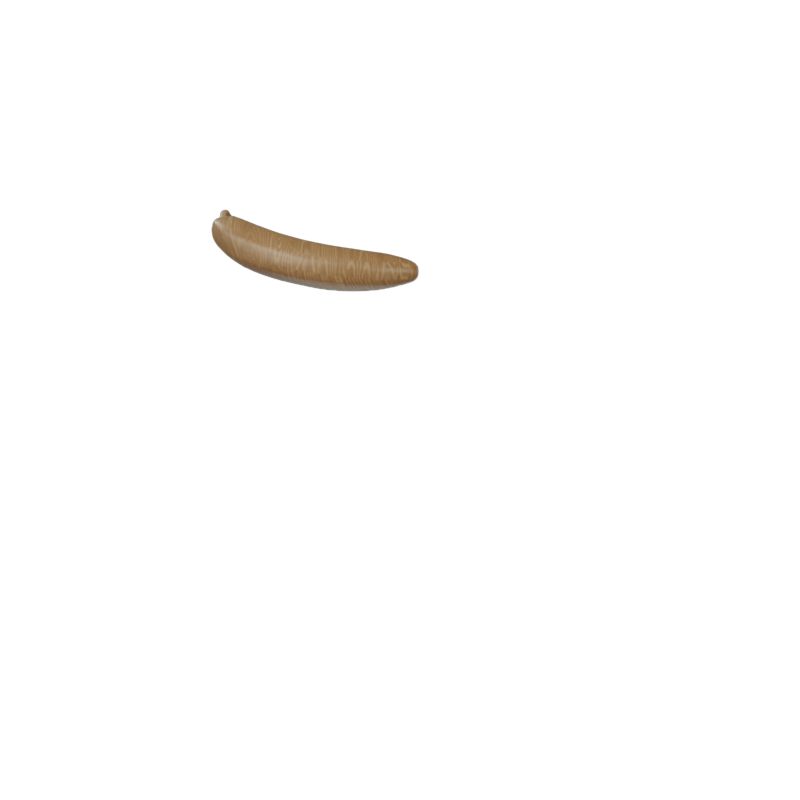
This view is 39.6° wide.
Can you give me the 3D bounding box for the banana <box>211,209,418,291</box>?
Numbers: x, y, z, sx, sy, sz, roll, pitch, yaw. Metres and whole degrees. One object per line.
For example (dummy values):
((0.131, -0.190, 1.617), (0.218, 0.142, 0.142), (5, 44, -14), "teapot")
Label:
((-0.085, -0.124, 0.926), (0.207, 0.034, 0.071), (20, 43, 23), "banana")
